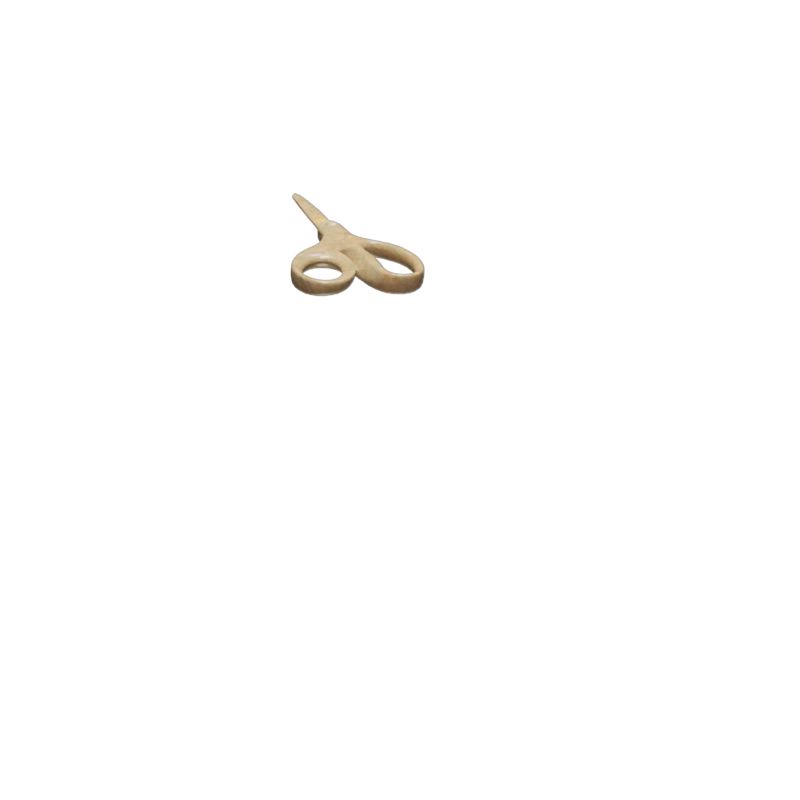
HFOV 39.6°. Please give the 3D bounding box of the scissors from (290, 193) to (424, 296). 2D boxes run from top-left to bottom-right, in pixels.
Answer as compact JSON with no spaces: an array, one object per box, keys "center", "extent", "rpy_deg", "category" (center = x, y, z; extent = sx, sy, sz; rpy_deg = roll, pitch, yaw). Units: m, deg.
[{"center":[-0.062,-0.112,0.788],"extent":[0.094,0.015,0.216],"rpy_deg":[-16,31,-29],"category":"scissors"}]
